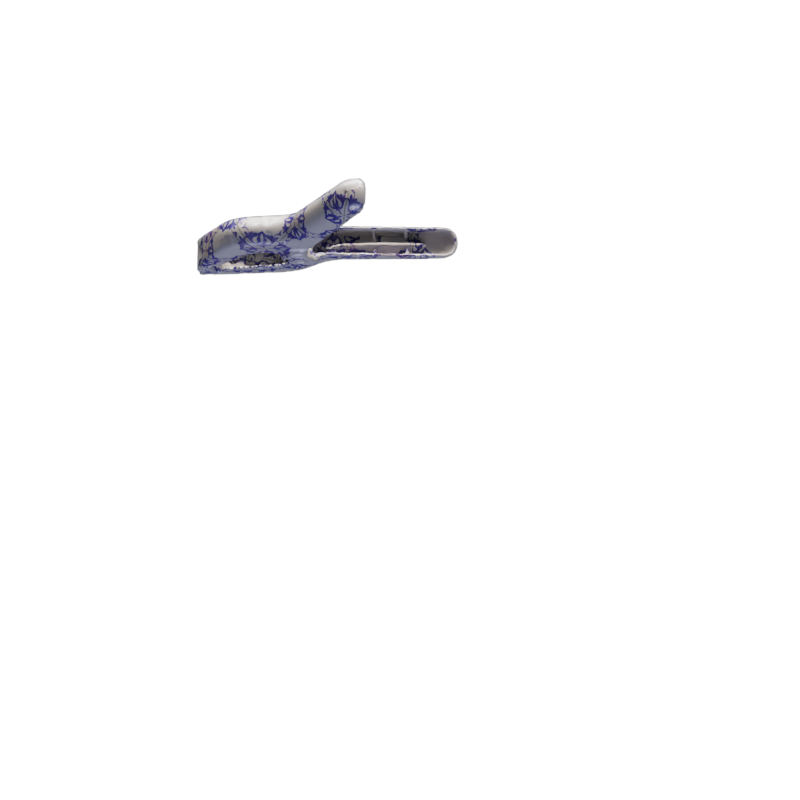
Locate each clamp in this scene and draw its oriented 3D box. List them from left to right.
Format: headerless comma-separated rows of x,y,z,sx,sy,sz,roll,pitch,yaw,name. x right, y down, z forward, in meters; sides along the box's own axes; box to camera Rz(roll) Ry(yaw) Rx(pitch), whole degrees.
-0.069,-0.127,0.886,0.215,0.038,0.155,-7,-12,36,clamp
